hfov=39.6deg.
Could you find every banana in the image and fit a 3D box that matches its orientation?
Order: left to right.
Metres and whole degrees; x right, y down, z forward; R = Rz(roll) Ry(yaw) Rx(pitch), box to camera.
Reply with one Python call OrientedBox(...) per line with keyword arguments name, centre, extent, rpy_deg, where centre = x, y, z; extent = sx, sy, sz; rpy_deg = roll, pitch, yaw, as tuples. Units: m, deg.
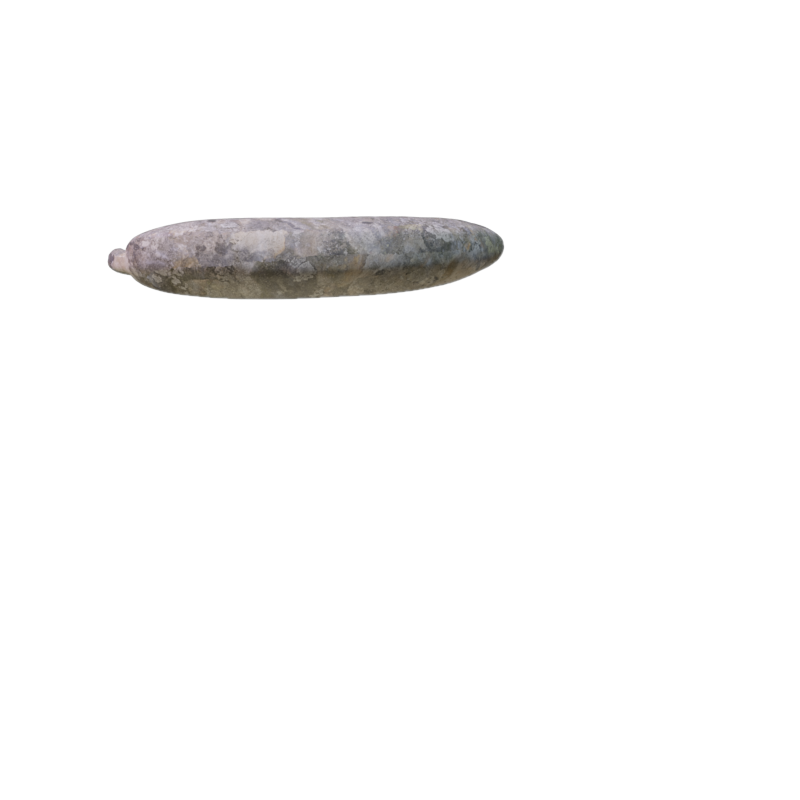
OrientedBox(name="banana", centre=(-0.045, -0.071, 0.526), extent=(0.197, 0.035, 0.072), rpy_deg=(0, 20, -1))
